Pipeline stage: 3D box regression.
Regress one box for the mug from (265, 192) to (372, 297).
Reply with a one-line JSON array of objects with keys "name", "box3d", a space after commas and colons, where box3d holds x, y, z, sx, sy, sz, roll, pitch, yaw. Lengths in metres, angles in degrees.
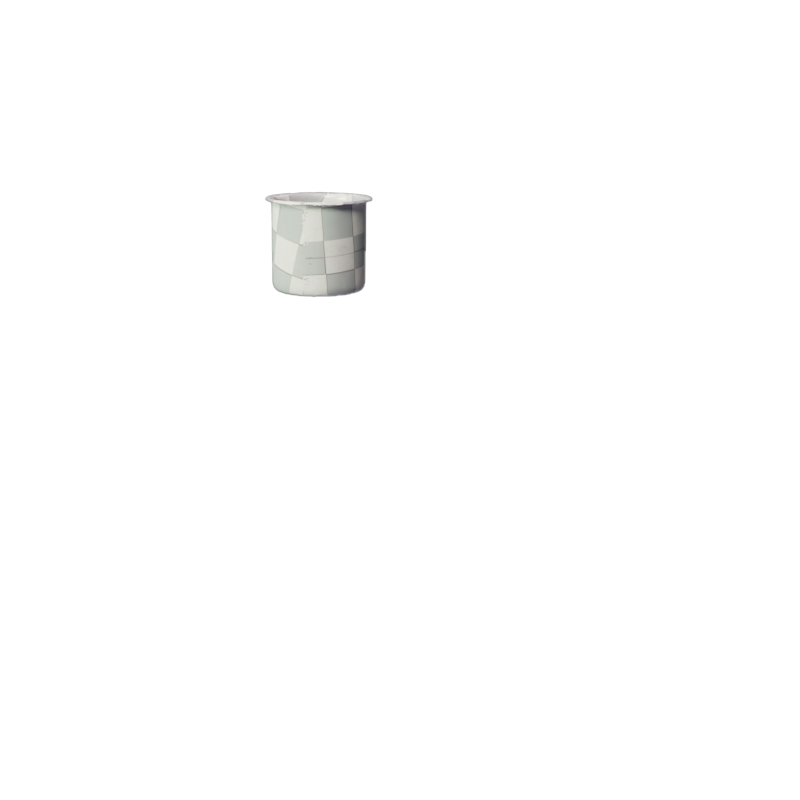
[{"name": "mug", "box3d": [-0.076, -0.139, 0.972, 0.091, 0.079, 0.123, -6, 15, -26]}]
